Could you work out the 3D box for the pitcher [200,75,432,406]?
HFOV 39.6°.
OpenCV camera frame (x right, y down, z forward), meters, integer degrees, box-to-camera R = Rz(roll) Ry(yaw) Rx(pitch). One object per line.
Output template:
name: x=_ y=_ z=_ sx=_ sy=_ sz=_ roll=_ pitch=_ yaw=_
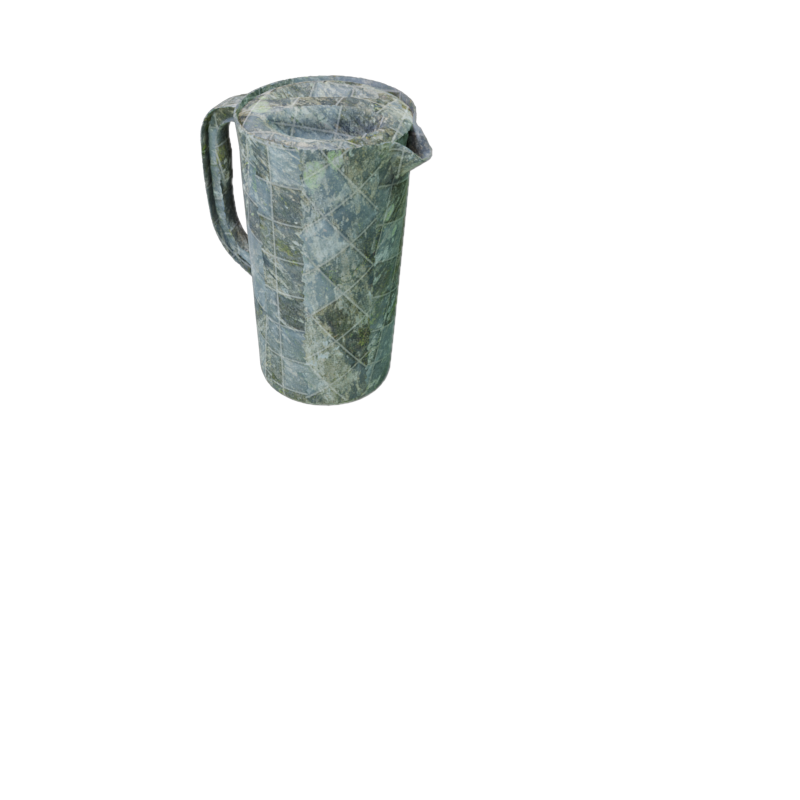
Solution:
pitcher: x=-0.068 y=-0.123 z=0.863 sx=0.143 sy=0.228 sz=0.161 roll=-10 pitch=36 yaw=-17
